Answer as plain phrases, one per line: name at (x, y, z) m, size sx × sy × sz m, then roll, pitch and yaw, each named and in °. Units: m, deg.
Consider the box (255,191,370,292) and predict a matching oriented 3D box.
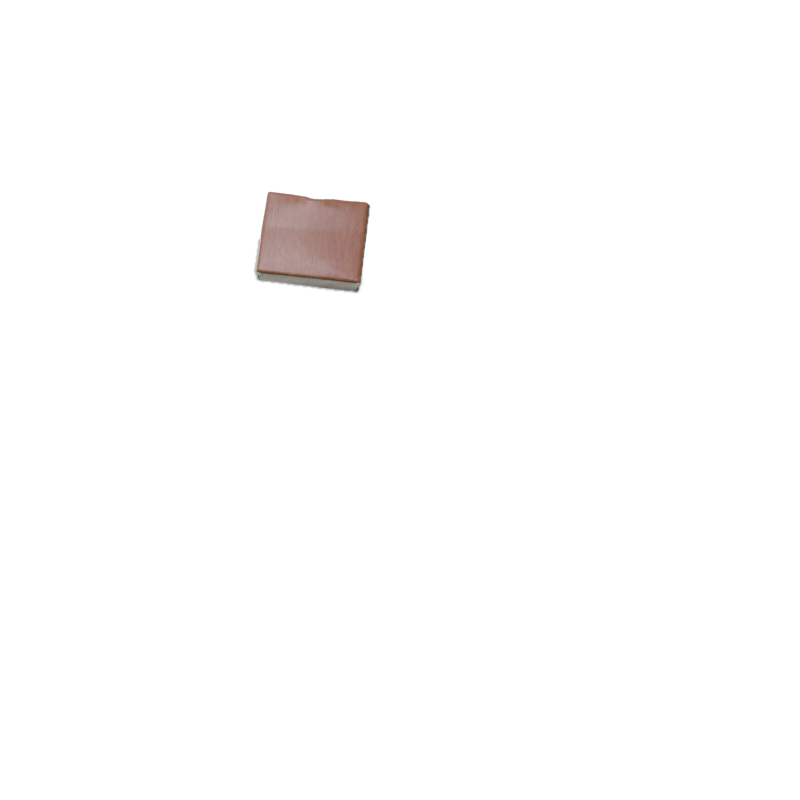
box at (-0.073, -0.134, 0.940) m, size 0.089 × 0.076 × 0.029 m, roll 6°, pitch -19°, yaw 2°
